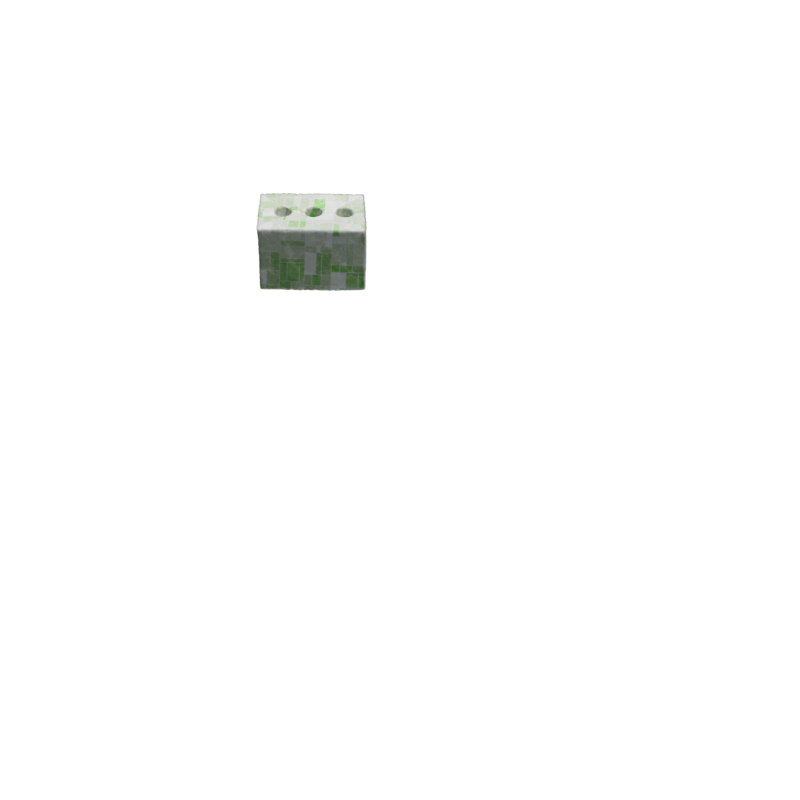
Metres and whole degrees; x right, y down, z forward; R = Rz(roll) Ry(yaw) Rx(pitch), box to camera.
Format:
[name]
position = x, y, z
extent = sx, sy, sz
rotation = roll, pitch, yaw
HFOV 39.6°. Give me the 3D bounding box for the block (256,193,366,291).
[block]
position = -0.062, -0.113, 0.793
extent = 0.078, 0.048, 0.056
rotation = 0, 35, -1
